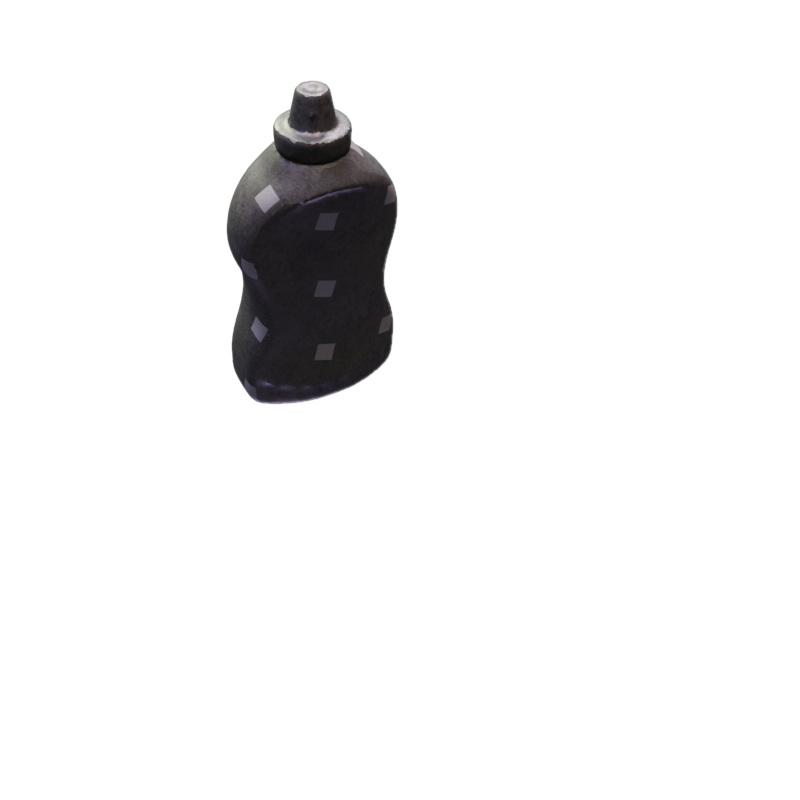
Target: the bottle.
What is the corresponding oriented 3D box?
[{"bbox_3d":[-0.049,-0.088,0.617,0.095,0.179,0.063,-16,43,-21],"label":"bottle"}]
